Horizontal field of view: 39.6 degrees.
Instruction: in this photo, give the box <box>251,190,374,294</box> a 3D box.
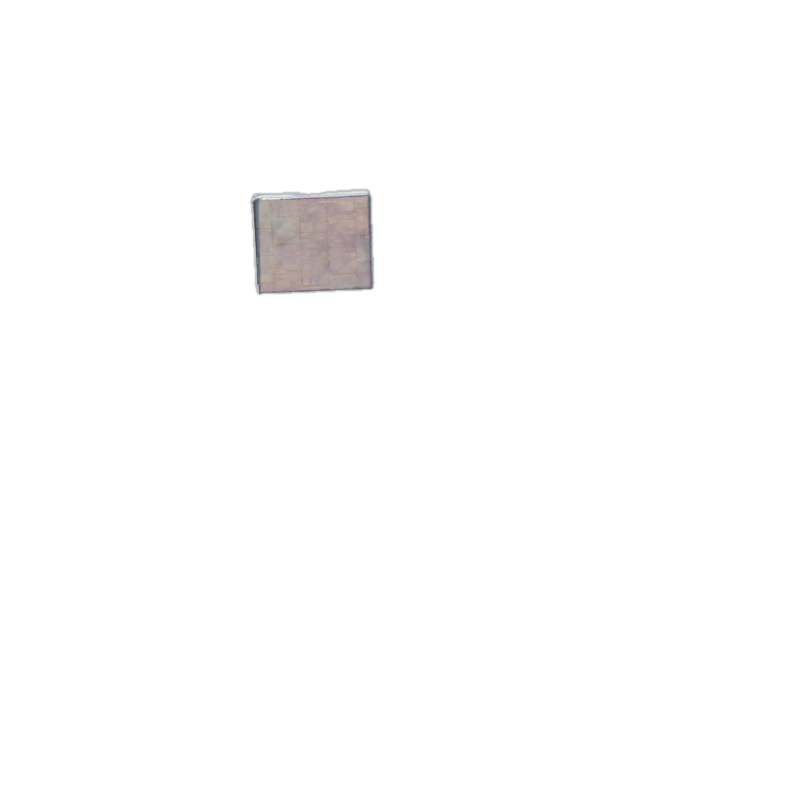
[{"bbox_3d":[-0.066,-0.119,0.837,0.089,0.071,0.031,-2,10,0],"label":"box"}]
